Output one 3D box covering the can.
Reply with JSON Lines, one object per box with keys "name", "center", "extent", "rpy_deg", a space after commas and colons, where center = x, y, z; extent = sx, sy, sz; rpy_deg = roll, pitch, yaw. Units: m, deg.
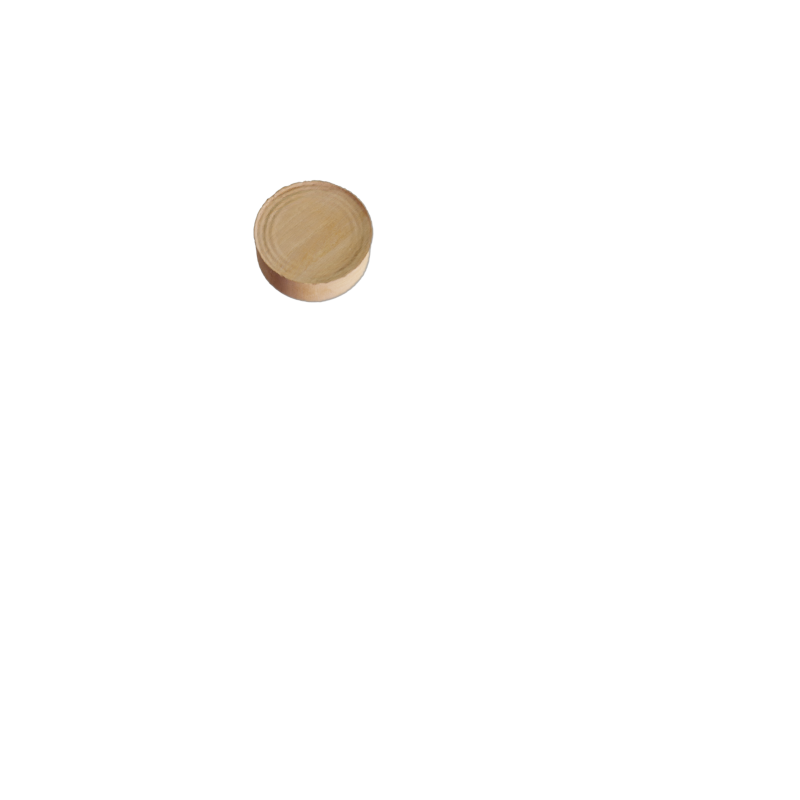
{"name": "can", "center": [-0.063, -0.115, 0.807], "extent": [0.086, 0.091, 0.032], "rpy_deg": [-1, -27, -1]}
